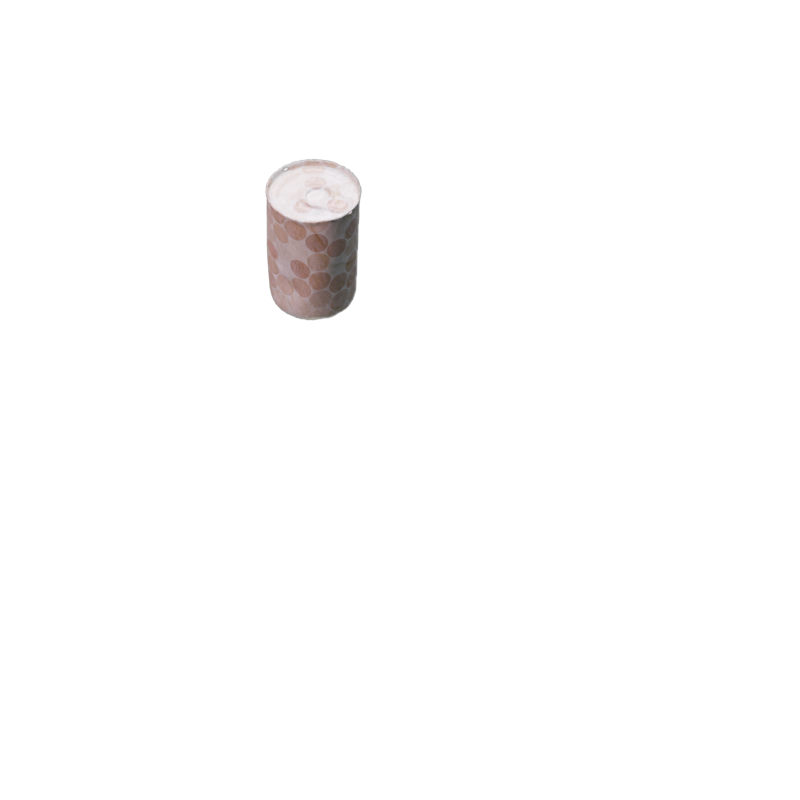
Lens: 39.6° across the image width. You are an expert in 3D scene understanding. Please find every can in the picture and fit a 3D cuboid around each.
[{"bbox_3d":[-0.064,-0.116,0.815,0.068,0.074,0.095,0,-43,-3],"label":"can"}]
